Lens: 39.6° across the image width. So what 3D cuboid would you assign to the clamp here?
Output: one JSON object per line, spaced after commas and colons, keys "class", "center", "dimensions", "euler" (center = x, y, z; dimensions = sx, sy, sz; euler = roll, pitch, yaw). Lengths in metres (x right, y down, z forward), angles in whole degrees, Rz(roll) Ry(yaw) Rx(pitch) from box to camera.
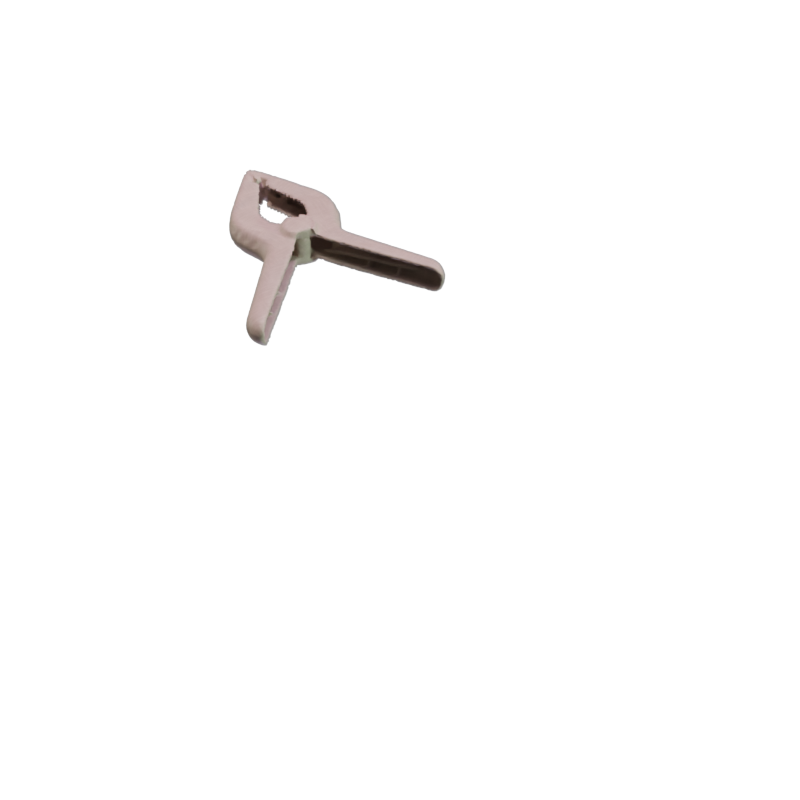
{"class": "clamp", "center": [-0.071, -0.130, 0.910], "dimensions": [0.162, 0.034, 0.227], "euler": [-13, 42, -16]}
